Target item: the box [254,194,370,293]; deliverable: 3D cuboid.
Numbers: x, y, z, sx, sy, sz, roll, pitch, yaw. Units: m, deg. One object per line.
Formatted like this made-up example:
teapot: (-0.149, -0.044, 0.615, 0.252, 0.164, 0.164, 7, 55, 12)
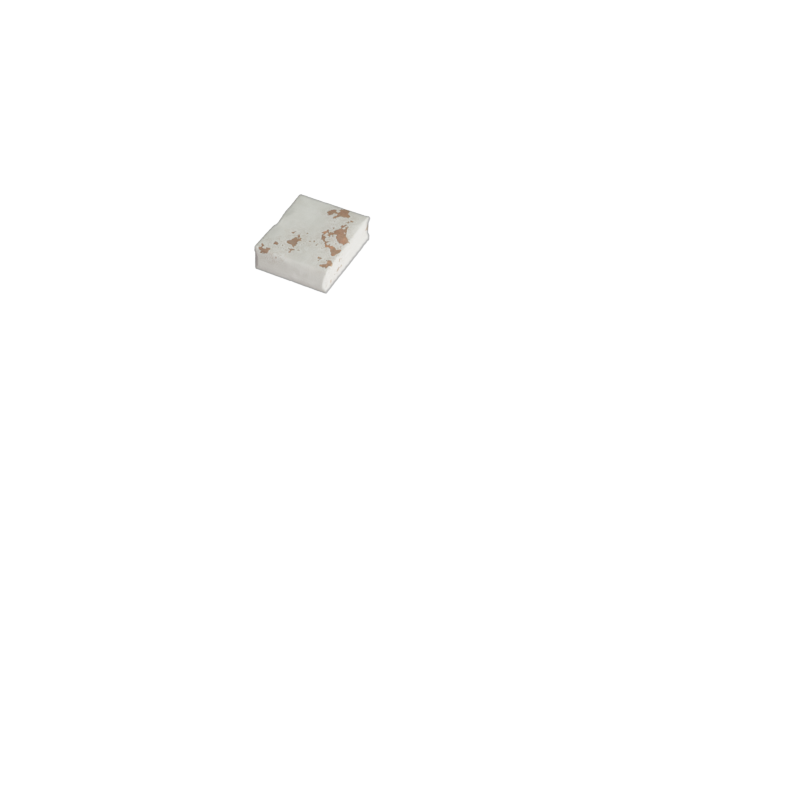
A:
box: (-0.078, -0.142, 0.996, 0.076, 0.028, 0.092, 20, 48, 18)
